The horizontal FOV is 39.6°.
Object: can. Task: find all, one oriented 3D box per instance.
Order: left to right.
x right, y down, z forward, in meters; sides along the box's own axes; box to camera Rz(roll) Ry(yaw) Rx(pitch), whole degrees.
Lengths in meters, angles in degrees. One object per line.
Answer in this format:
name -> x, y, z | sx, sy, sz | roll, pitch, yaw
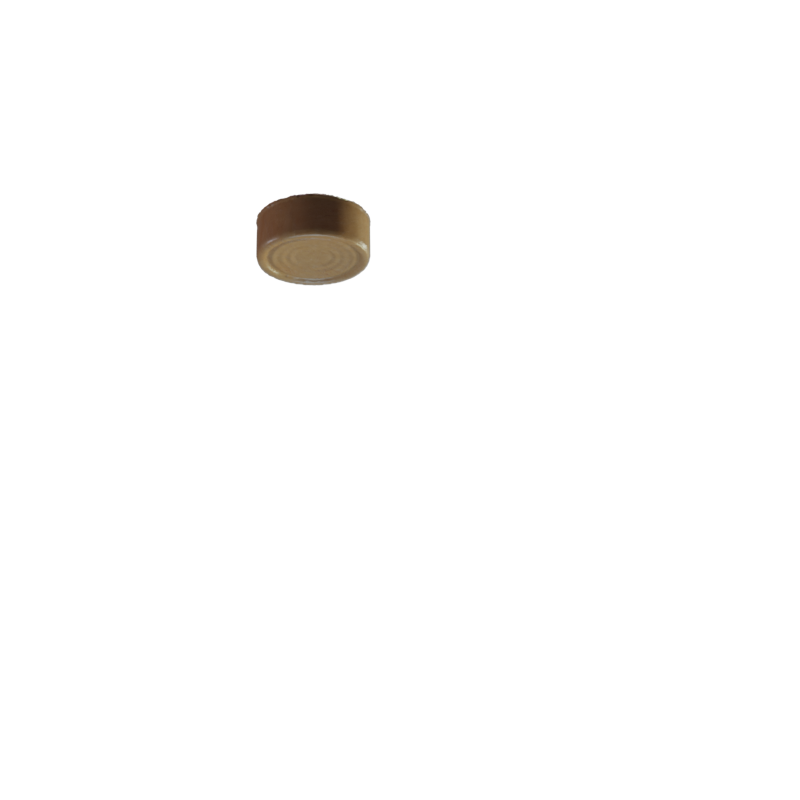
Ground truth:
can -> -0.065, -0.118, 0.824 | 0.086, 0.035, 0.081 | 0, -22, -2
